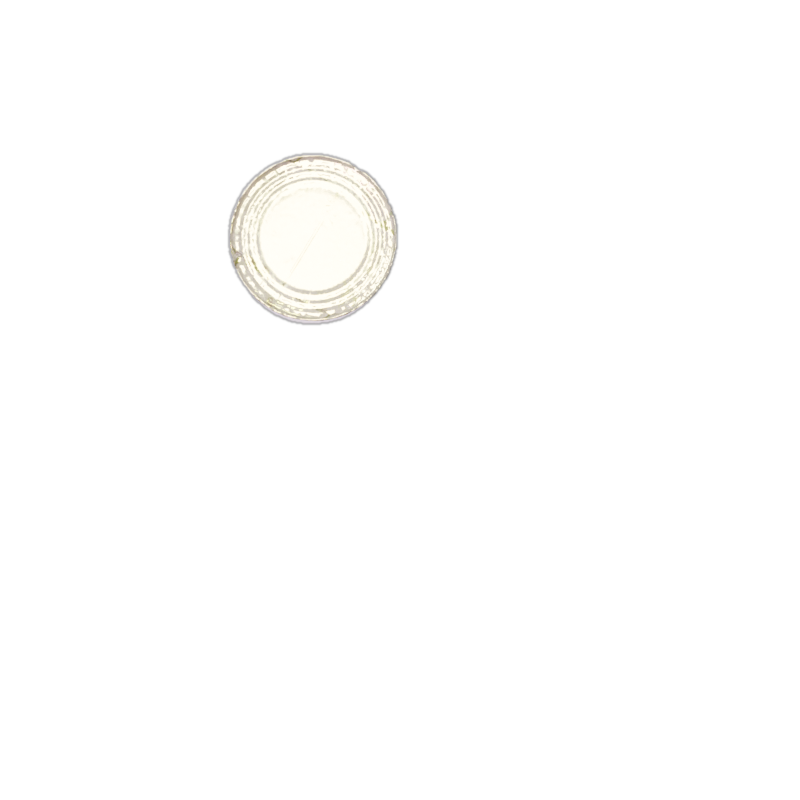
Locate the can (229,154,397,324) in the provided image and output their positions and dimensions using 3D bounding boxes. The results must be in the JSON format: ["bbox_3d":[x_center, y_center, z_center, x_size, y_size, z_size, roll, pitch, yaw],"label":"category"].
[{"bbox_3d":[-0.045,-0.082,0.577,0.086,0.088,0.033,0,-8,-1],"label":"can"}]
